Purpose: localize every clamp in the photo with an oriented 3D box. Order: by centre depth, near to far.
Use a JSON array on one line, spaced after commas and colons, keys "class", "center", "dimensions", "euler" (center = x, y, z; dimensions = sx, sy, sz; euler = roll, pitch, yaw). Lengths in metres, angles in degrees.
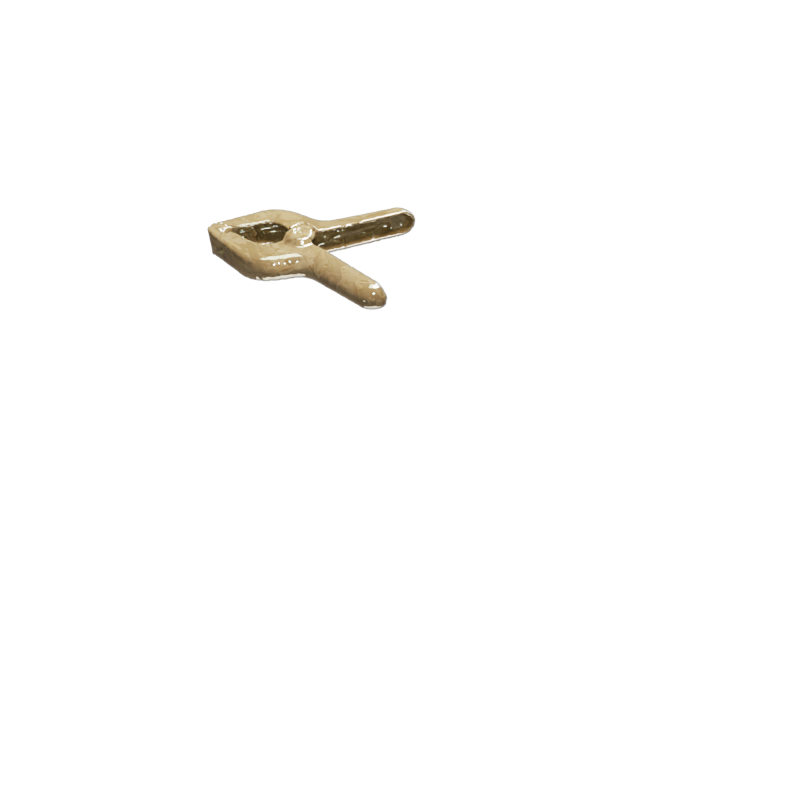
[{"class": "clamp", "center": [-0.072, -0.132, 0.924], "dimensions": [0.178, 0.037, 0.124], "euler": [15, 39, 19]}]
